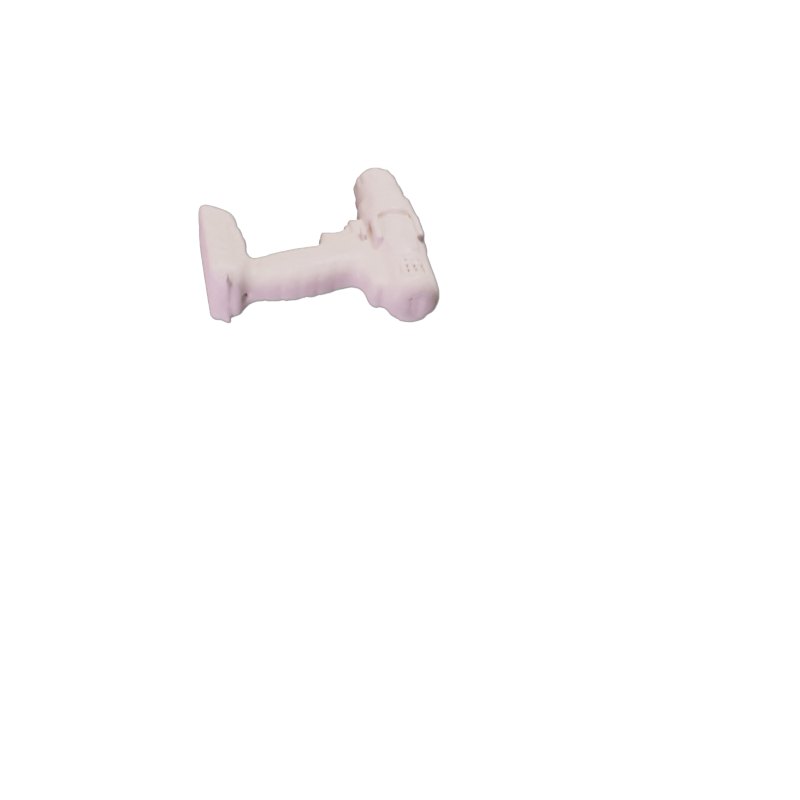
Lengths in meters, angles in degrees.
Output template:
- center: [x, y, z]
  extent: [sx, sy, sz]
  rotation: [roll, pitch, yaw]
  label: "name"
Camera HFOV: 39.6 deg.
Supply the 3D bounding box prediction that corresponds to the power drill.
- center: [-0.073, -0.132, 0.928]
  extent: [0.186, 0.053, 0.199]
  rotation: [-7, 41, -8]
  label: "power drill"
